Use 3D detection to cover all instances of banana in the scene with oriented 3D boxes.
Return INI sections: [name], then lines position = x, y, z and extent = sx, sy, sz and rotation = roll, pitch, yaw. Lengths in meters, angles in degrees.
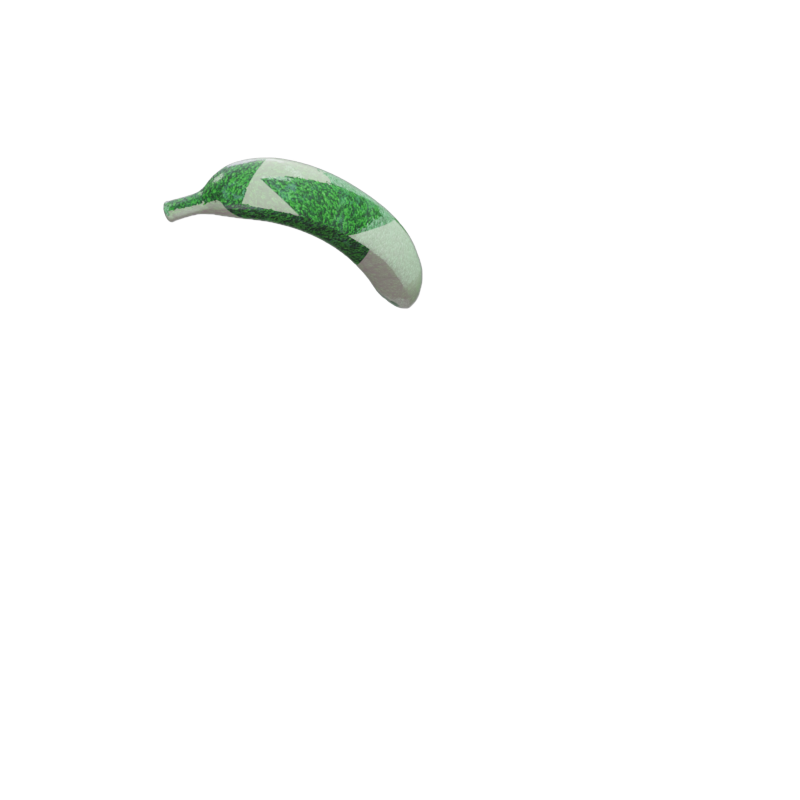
[banana]
position = -0.043, -0.103, 0.663
extent = 0.186, 0.039, 0.070
rotation = 20, -31, -38
